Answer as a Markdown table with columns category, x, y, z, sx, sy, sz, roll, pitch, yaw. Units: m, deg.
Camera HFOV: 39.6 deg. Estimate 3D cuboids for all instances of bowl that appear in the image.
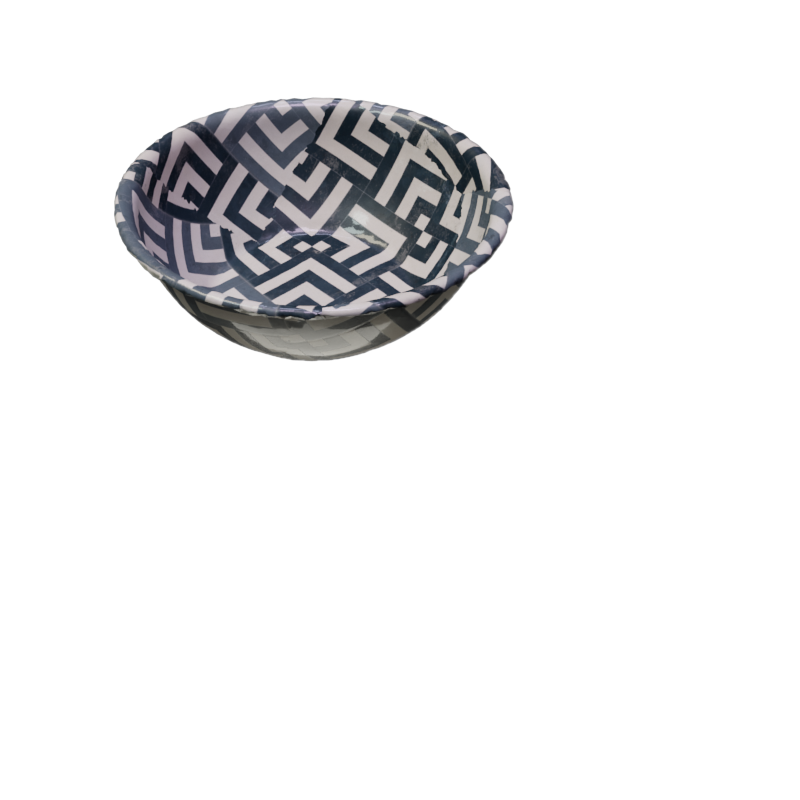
| category | x | y | z | sx | sy | sz | roll | pitch | yaw |
| --- | --- | --- | --- | --- | --- | --- | --- | --- | --- |
| bowl | -0.037 | -0.067 | 0.467 | 0.162 | 0.051 | 0.174 | -1 | 40 | -2 |
